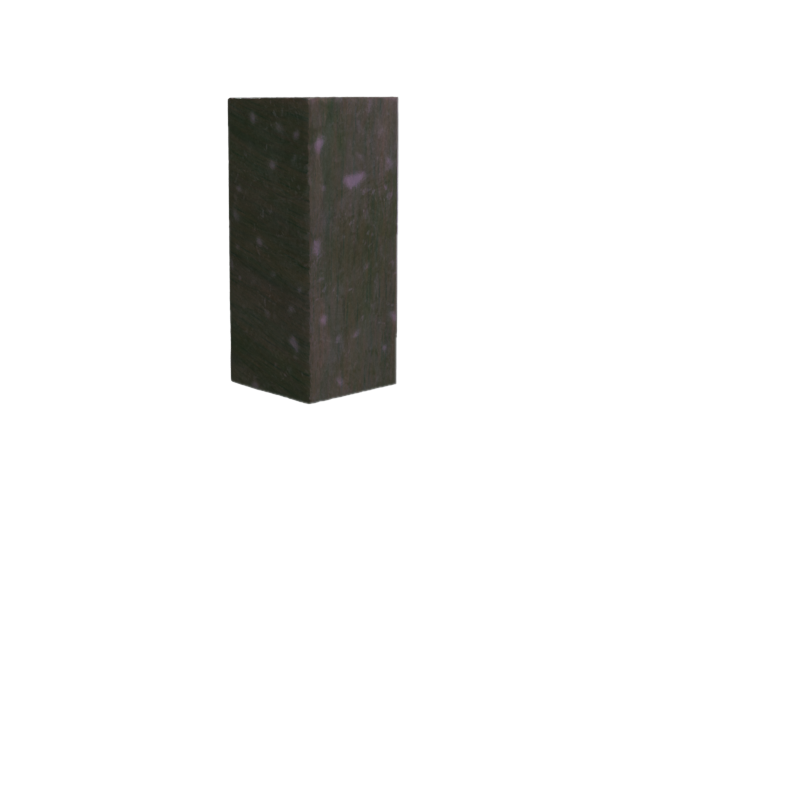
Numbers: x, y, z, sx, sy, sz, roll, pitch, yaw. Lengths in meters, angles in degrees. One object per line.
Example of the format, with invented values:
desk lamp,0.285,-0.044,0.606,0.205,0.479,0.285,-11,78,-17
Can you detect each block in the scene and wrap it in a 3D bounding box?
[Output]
block,-0.062,-0.113,0.793,0.088,0.202,0.095,-7,12,-43
